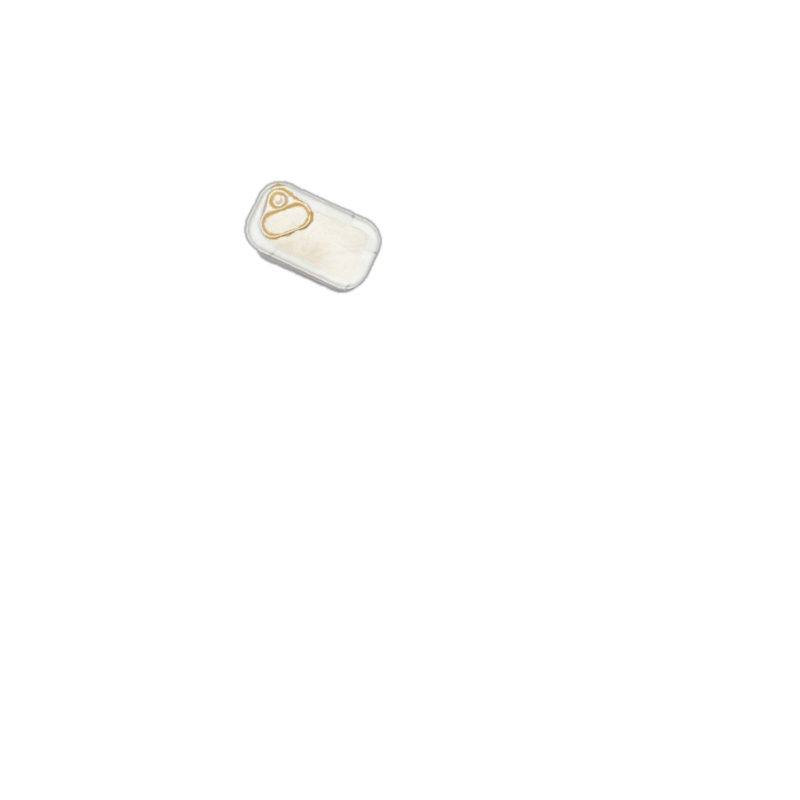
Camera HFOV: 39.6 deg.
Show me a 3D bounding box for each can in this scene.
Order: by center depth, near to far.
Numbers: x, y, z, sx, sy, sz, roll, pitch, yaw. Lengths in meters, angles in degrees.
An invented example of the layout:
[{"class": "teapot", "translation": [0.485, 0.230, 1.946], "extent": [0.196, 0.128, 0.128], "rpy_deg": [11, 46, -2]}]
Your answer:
[{"class": "can", "translation": [-0.070, -0.127, 0.887], "extent": [0.102, 0.058, 0.083], "rpy_deg": [25, -3, 0]}]
